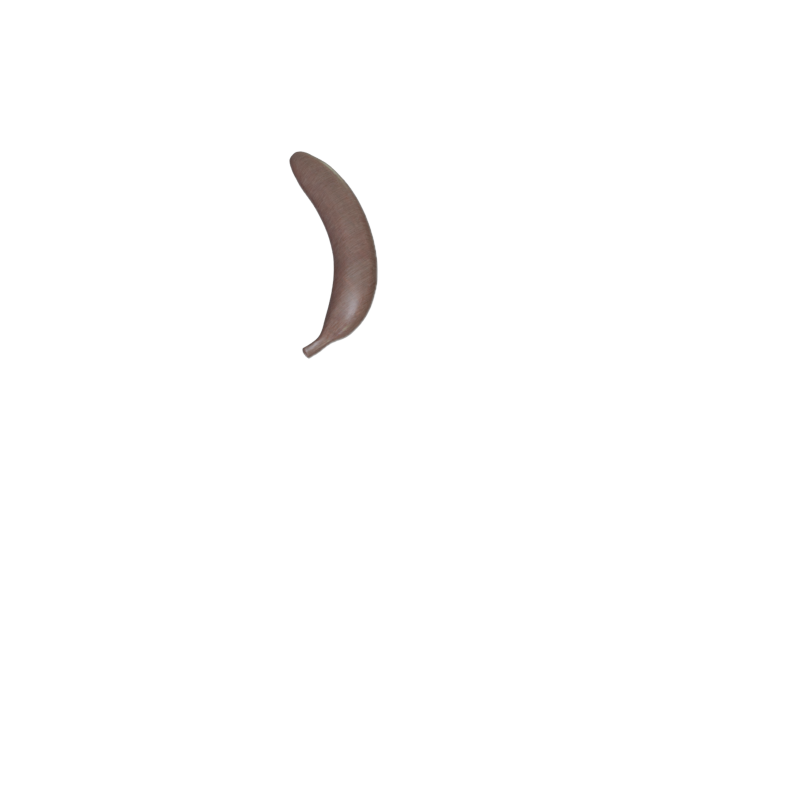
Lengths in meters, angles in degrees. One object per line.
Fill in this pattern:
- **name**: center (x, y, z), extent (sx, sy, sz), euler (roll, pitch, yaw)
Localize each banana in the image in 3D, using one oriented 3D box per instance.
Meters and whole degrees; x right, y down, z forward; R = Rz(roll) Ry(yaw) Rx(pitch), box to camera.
- **banana**: center (-0.056, -0.134, 0.956), extent (0.069, 0.210, 0.035), euler (-4, -27, -3)
